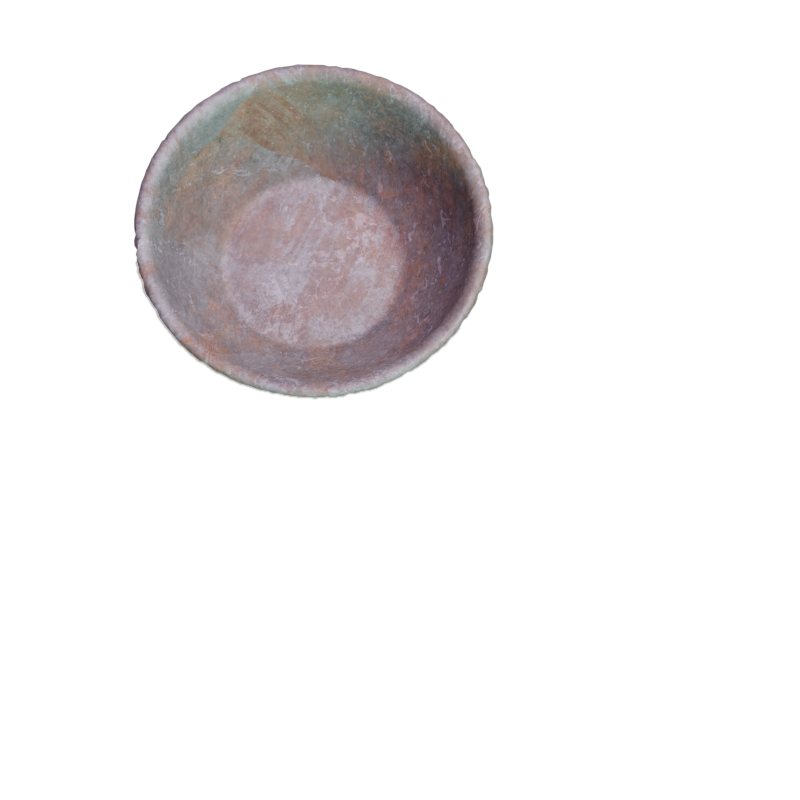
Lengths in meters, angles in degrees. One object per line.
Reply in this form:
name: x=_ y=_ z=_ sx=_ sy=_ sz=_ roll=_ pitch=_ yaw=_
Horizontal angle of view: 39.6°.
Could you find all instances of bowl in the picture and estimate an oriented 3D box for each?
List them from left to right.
bowl: x=-0.041 y=-0.074 z=0.522 sx=0.162 sy=0.170 sz=0.053 roll=-1 pitch=-20 yaw=-1
